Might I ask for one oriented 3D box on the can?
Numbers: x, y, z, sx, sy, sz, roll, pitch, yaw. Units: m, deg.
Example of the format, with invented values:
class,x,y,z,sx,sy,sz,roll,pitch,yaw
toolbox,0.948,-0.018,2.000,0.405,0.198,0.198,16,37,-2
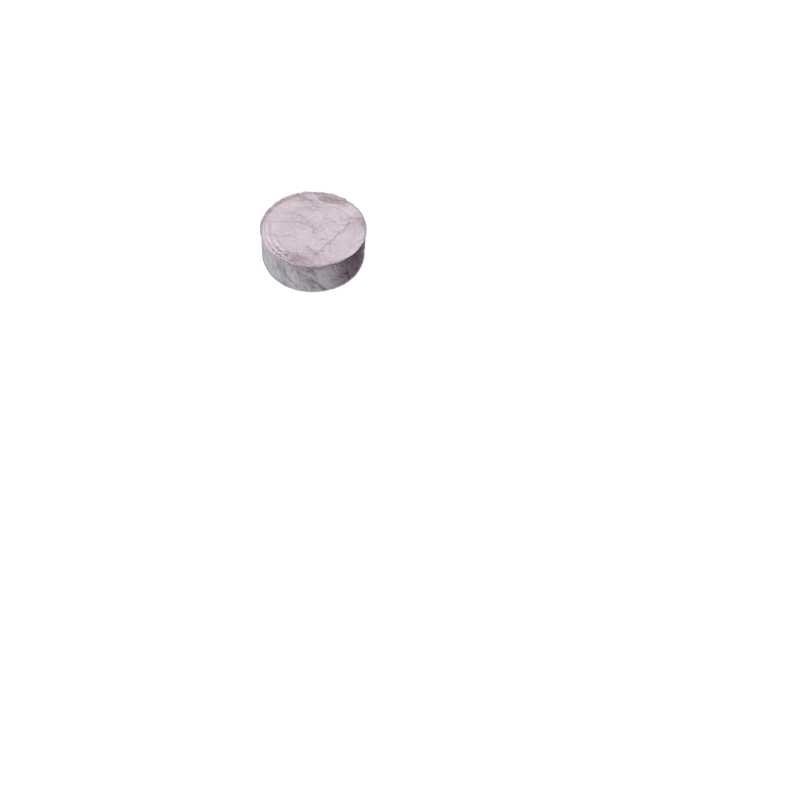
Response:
class,x,y,z,sx,sy,sz,roll,pitch,yaw
can,-0.071,-0.129,0.901,0.086,0.092,0.031,-1,-41,-1
